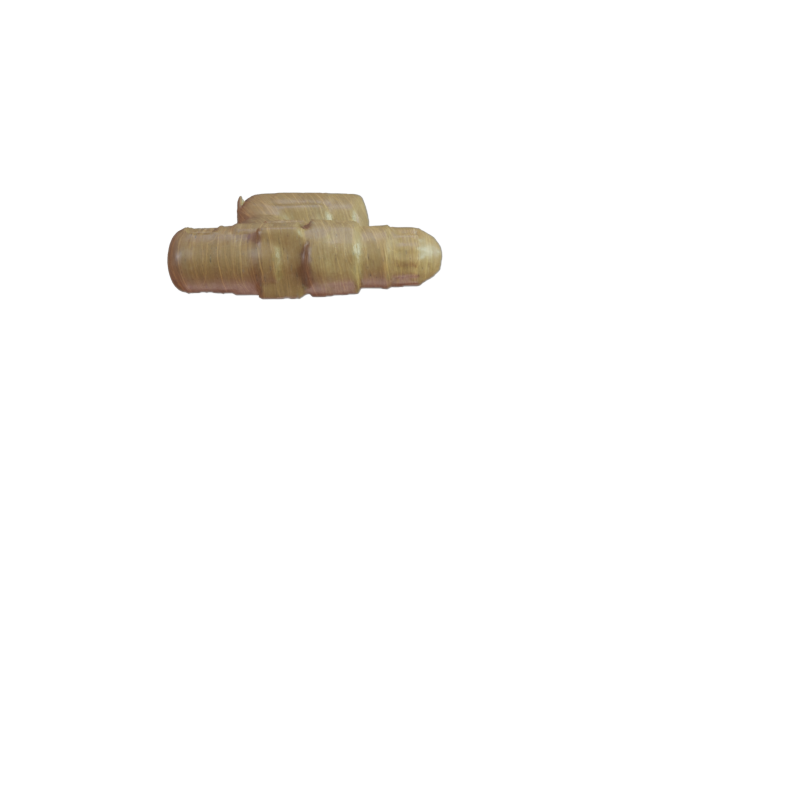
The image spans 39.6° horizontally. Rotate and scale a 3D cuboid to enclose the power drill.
[{"bbox_3d":[-0.064,-0.116,0.812,0.185,0.056,0.192,1,15,3],"label":"power drill"}]
